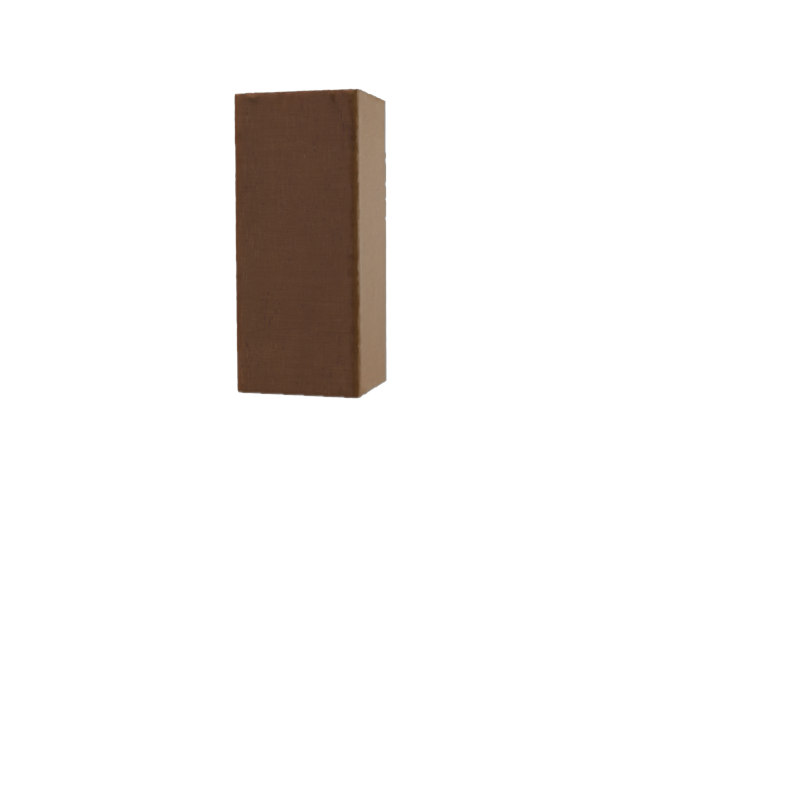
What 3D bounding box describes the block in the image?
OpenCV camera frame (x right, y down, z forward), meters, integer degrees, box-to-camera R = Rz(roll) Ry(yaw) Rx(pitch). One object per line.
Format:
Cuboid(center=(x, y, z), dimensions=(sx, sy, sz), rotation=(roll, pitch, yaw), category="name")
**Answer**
Cuboid(center=(-0.062, -0.113, 0.789), dimensions=(0.092, 0.205, 0.089), rotation=(1, 3, 14), category="block")
